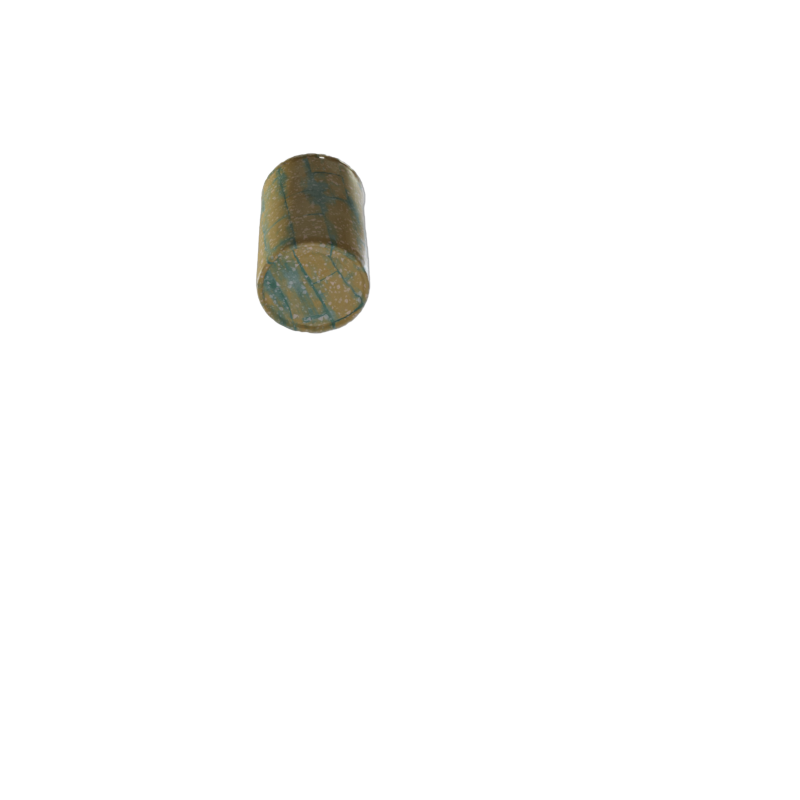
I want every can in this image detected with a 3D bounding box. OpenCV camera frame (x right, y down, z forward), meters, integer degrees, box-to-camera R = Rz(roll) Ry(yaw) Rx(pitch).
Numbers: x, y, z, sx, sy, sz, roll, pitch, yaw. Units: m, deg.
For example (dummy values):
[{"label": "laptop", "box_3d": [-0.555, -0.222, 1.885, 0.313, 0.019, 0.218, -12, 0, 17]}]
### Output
[{"label": "can", "box_3d": [-0.053, -0.097, 0.680, 0.068, 0.064, 0.109, -1, 38, -3]}]
